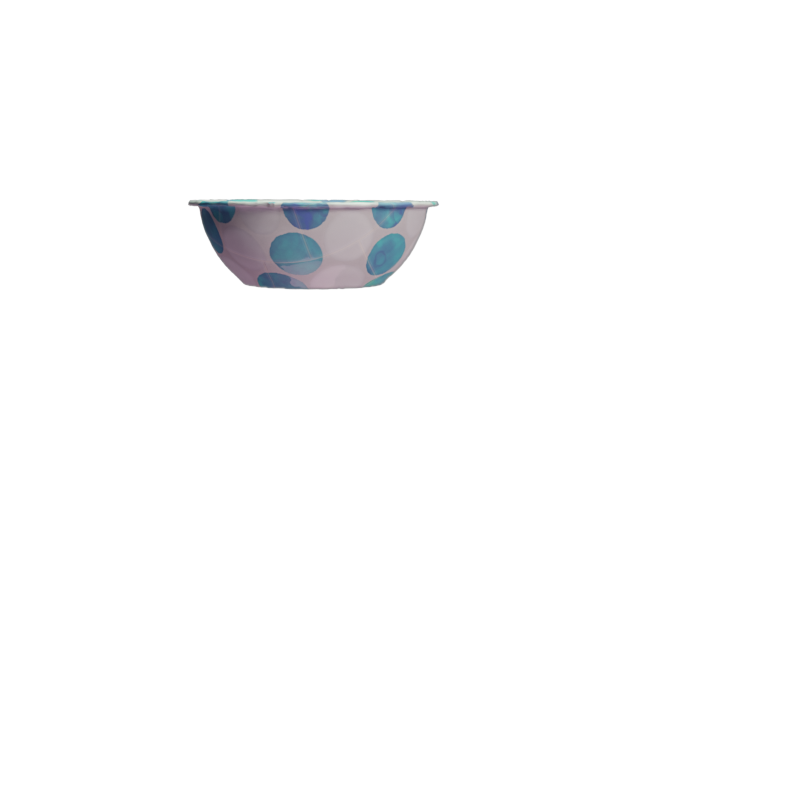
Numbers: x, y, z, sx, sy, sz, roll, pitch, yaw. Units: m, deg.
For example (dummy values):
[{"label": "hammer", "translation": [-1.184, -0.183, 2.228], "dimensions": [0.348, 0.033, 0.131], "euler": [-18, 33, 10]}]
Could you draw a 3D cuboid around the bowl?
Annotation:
[{"label": "bowl", "translation": [-0.056, -0.102, 0.717], "dimensions": [0.162, 0.054, 0.165], "euler": [0, 9, -2]}]
